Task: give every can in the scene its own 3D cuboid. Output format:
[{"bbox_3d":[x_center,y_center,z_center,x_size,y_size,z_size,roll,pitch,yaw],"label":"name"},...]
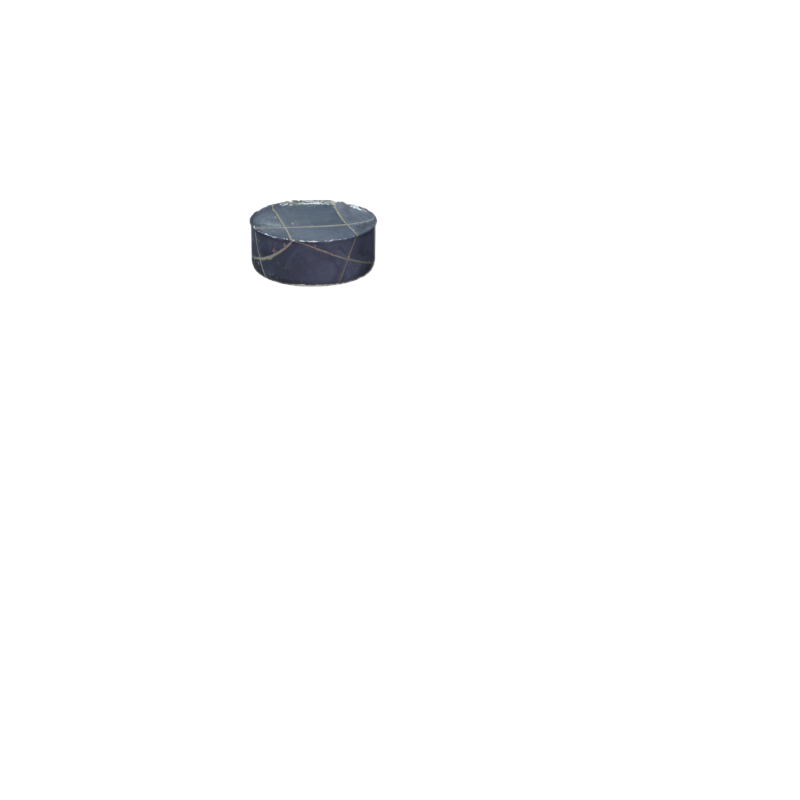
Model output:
[{"bbox_3d":[-0.059,-0.107,0.752,0.086,0.032,0.091,-1,26,-2],"label":"can"}]
